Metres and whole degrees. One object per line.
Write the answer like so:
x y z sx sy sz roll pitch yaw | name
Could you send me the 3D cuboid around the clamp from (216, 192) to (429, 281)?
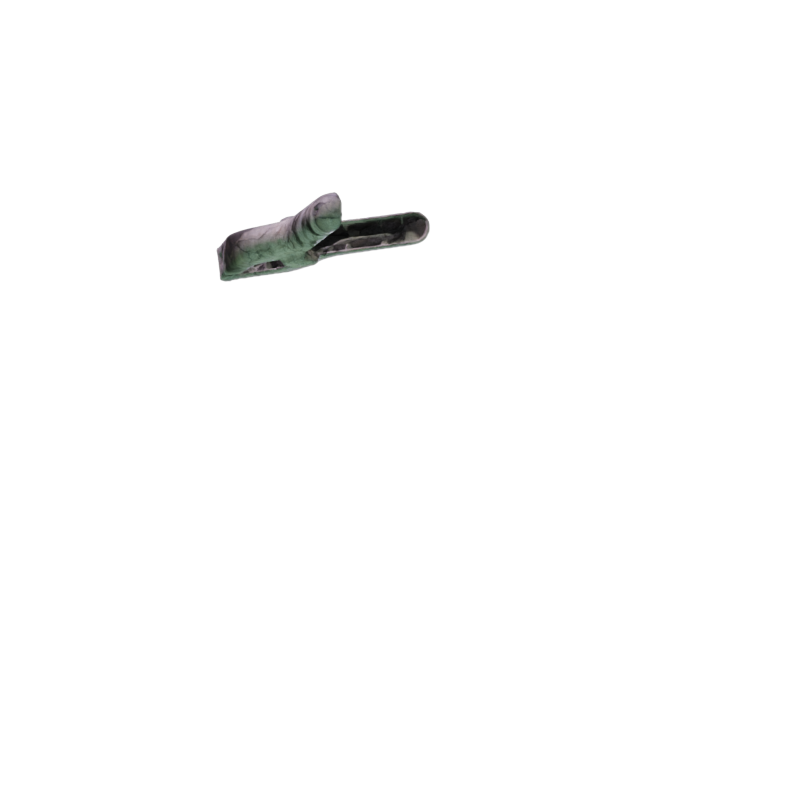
-0.066 -0.120 0.843 0.114 0.040 0.175 8 -11 -43 | clamp
